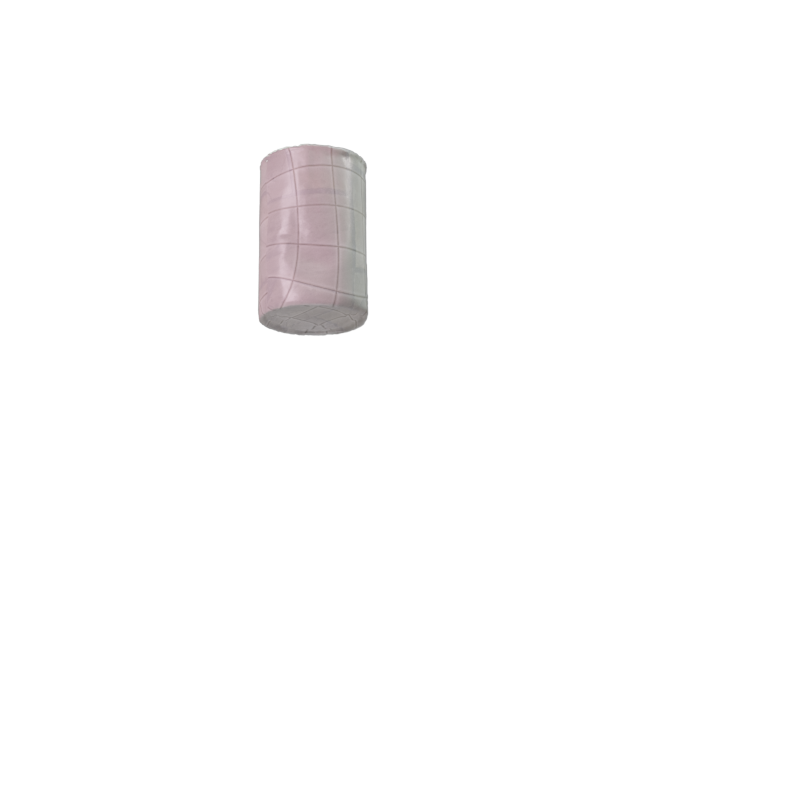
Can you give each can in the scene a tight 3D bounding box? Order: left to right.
[{"bbox_3d":[-0.053,-0.097,0.683,0.068,0.107,0.066,0,-18,-2],"label":"can"}]
